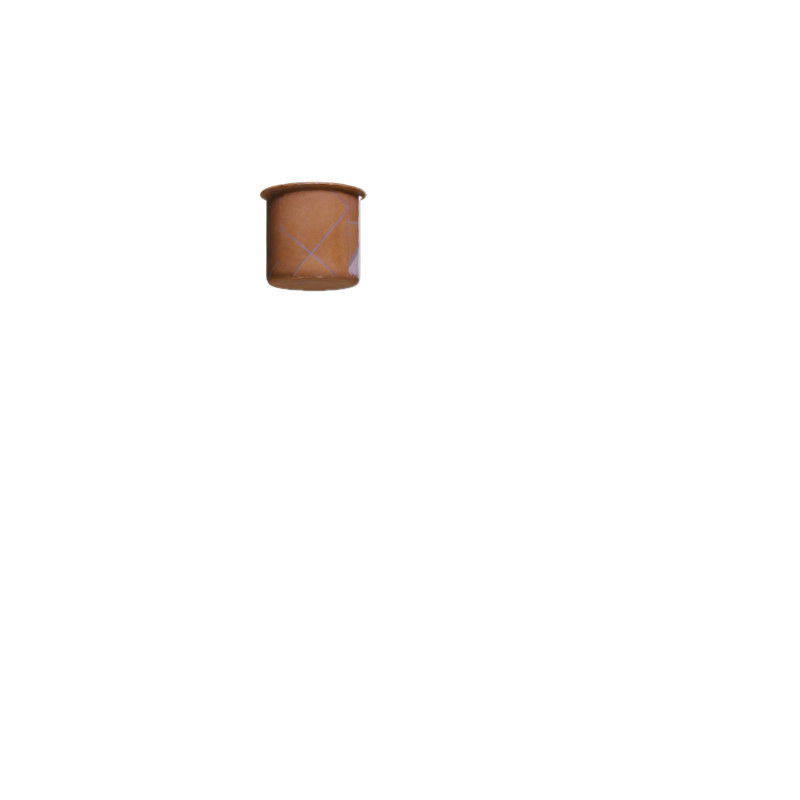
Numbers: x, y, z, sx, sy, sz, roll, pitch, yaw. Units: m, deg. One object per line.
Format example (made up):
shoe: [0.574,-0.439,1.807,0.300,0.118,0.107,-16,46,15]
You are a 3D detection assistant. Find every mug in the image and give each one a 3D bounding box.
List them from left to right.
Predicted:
mug: [-0.076,-0.139,0.973,0.093,0.083,0.115,0,-5,-3]
